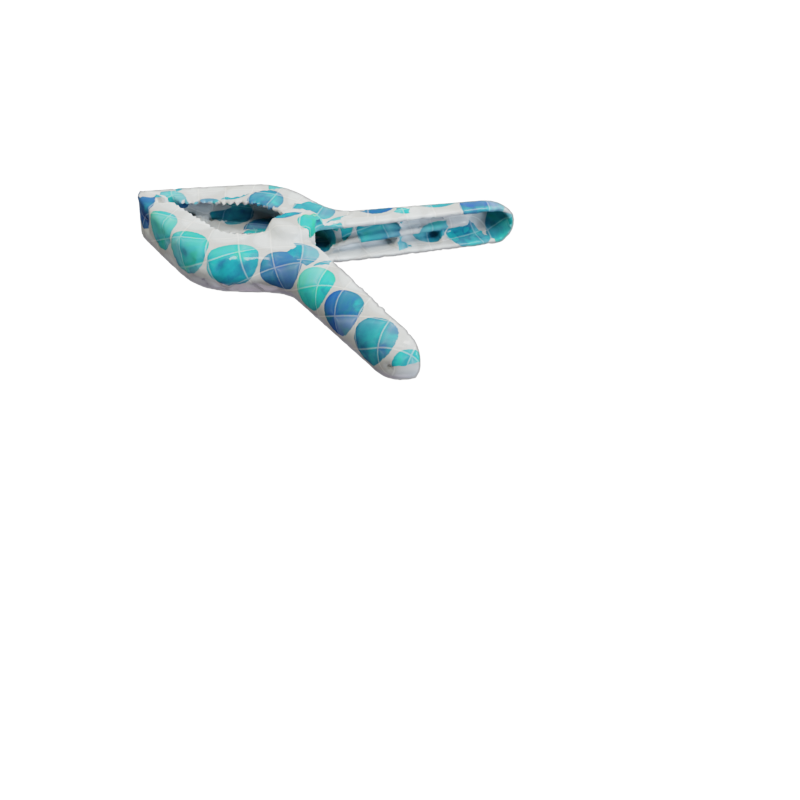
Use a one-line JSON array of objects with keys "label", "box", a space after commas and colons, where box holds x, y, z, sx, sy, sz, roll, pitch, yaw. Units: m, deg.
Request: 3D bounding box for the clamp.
[{"label": "clamp", "box": [-0.048, -0.088, 0.619, 0.220, 0.034, 0.167, 19, 38, 25]}]
